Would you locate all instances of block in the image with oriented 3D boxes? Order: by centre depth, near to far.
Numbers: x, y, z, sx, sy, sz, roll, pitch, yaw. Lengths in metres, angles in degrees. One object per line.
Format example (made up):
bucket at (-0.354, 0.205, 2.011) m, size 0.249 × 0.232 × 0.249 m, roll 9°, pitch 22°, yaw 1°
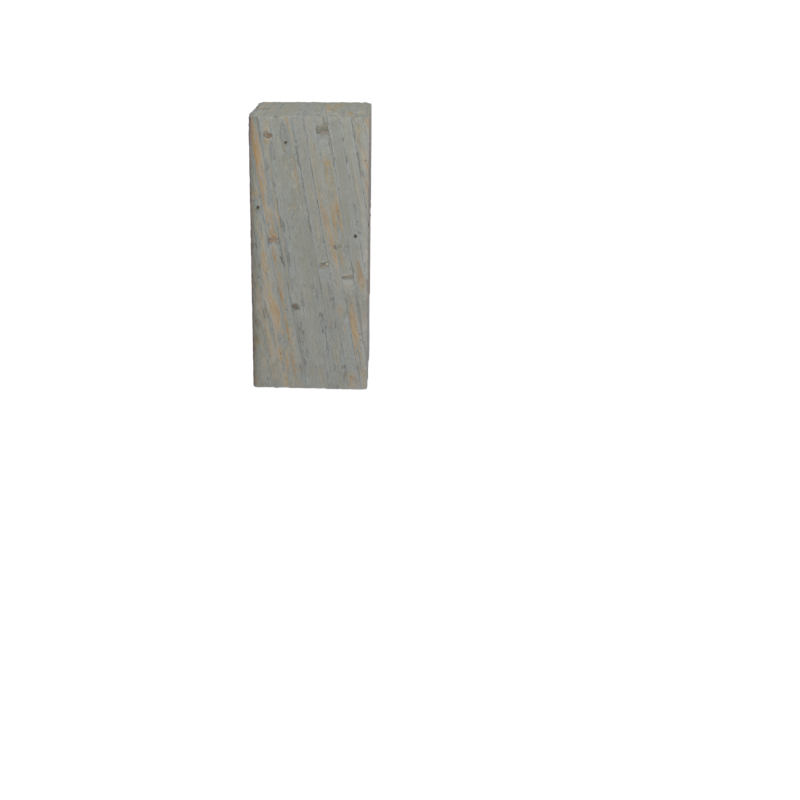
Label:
block at (-0.068, -0.122, 0.854) m, size 0.090 × 0.199 × 0.094 m, roll 1°, pitch 16°, yaw 0°
